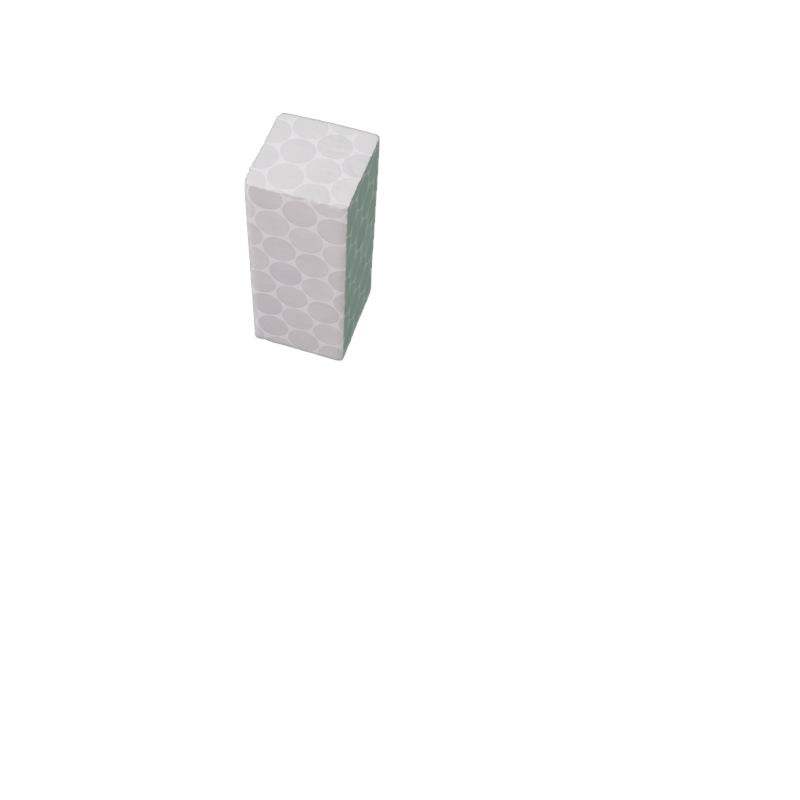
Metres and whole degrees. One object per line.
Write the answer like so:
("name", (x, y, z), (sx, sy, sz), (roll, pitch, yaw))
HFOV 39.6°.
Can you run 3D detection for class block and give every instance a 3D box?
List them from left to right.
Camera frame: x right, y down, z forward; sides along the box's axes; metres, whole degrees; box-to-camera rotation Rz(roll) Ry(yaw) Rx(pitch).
("block", (-0.076, -0.139, 0.969), (0.092, 0.095, 0.193), (16, -35, 8))
